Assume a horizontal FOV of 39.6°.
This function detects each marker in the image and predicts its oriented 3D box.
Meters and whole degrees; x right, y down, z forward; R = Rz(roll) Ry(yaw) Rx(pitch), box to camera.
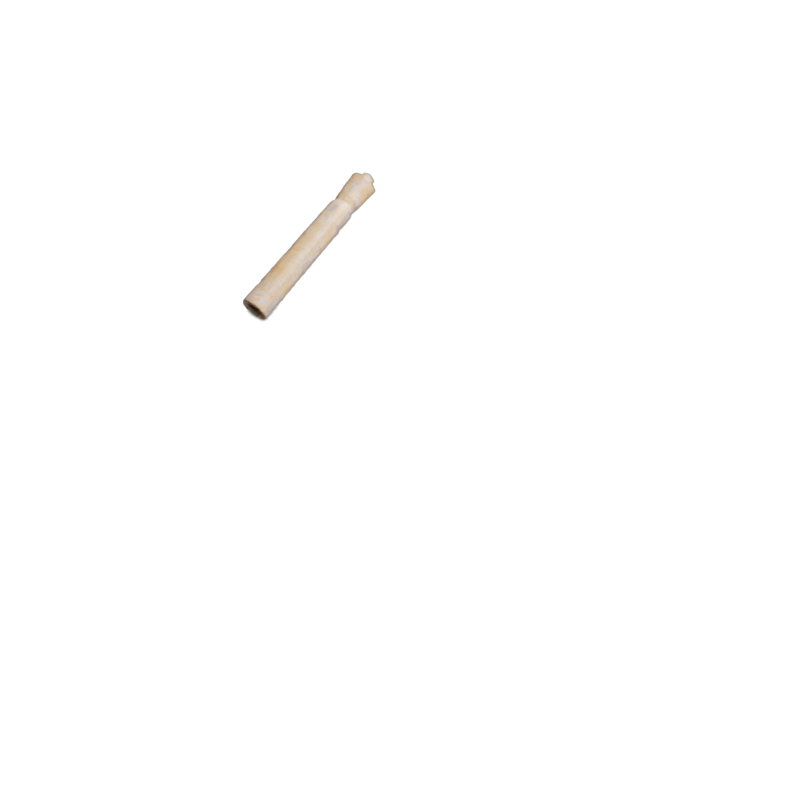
[{"bbox_3d":[-0.055,-0.101,0.705,0.020,0.123,0.019,33,-22,12],"label":"marker"}]
